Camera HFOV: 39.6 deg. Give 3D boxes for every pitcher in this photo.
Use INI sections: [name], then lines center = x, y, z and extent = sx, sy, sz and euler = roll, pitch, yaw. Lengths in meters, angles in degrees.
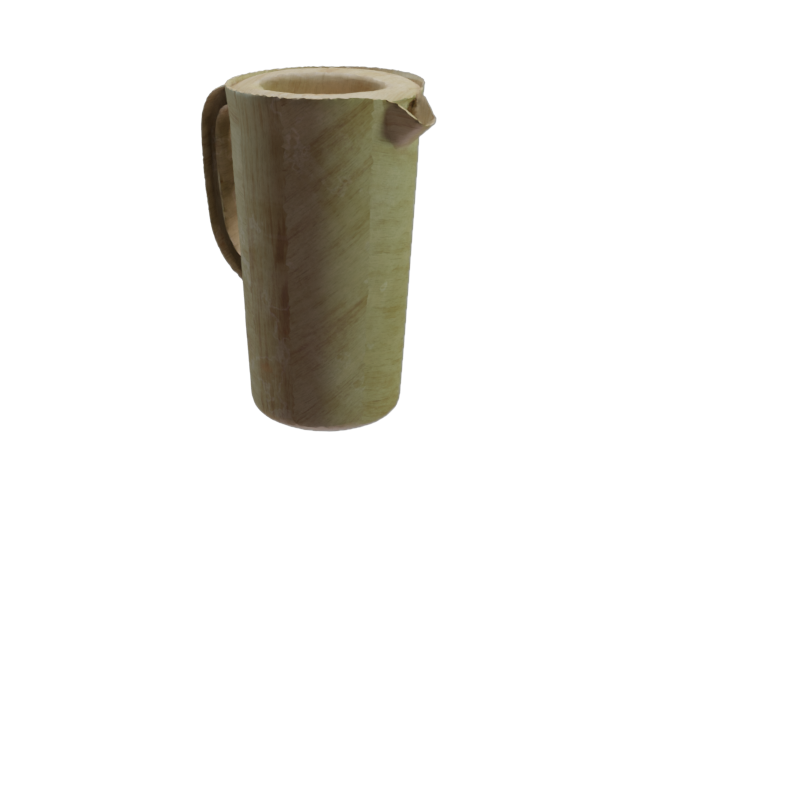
[pitcher]
center = -0.061, -0.111, 0.776
extent = 0.143, 0.233, 0.158
euler = -3, 21, -11
